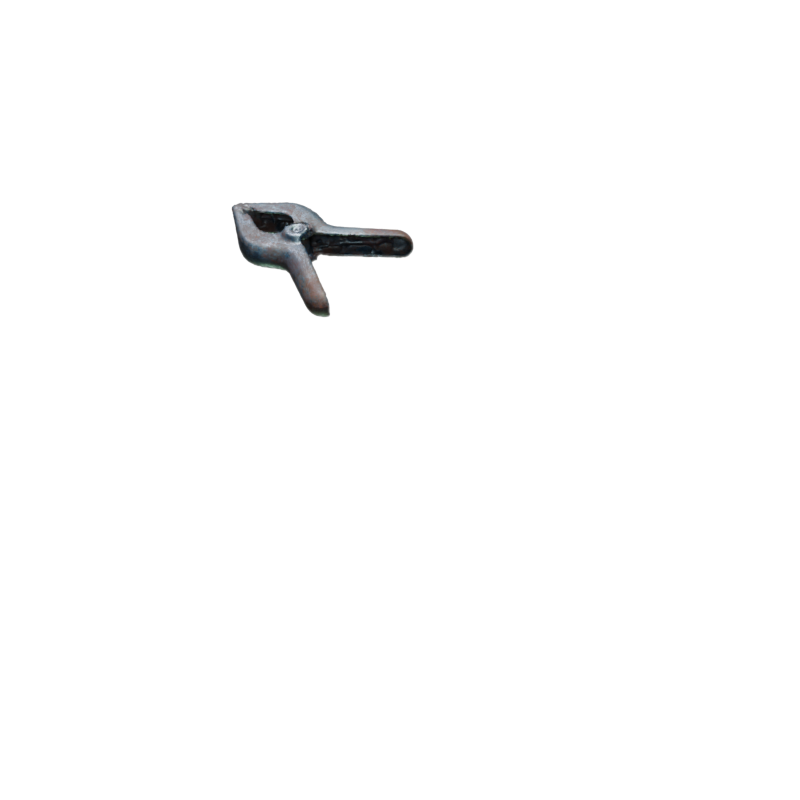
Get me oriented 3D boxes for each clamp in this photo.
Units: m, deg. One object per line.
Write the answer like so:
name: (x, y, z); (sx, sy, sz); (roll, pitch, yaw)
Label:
clamp: (-0.076, -0.139, 0.975); (0.119, 0.037, 0.184); (-27, 45, -30)
